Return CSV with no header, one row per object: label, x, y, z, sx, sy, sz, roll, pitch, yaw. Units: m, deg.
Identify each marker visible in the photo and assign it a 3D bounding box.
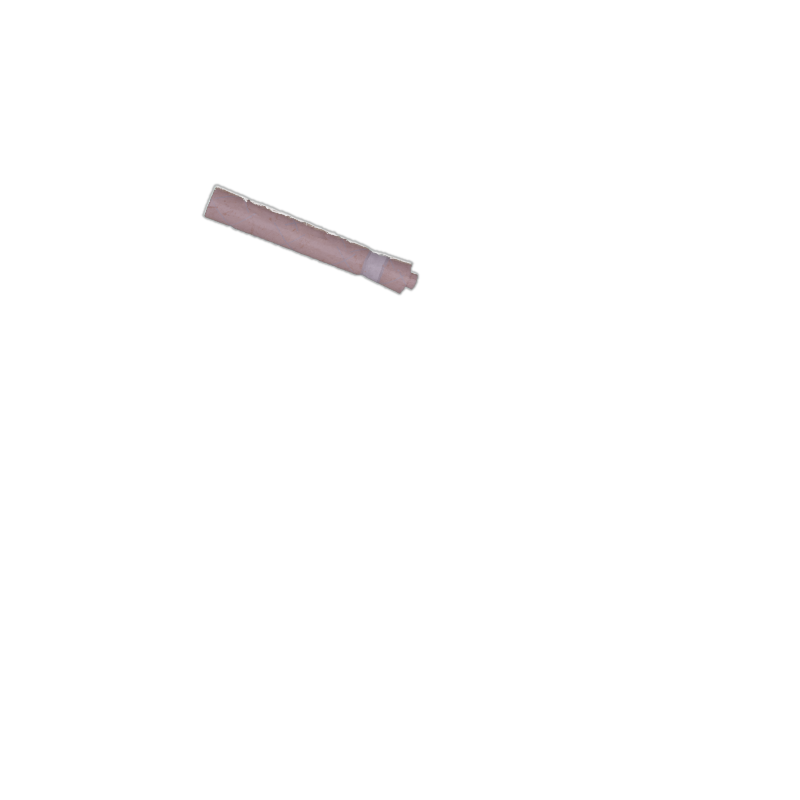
marker,-0.047,-0.086,0.602,0.120,0.020,0.020,21,1,-5
